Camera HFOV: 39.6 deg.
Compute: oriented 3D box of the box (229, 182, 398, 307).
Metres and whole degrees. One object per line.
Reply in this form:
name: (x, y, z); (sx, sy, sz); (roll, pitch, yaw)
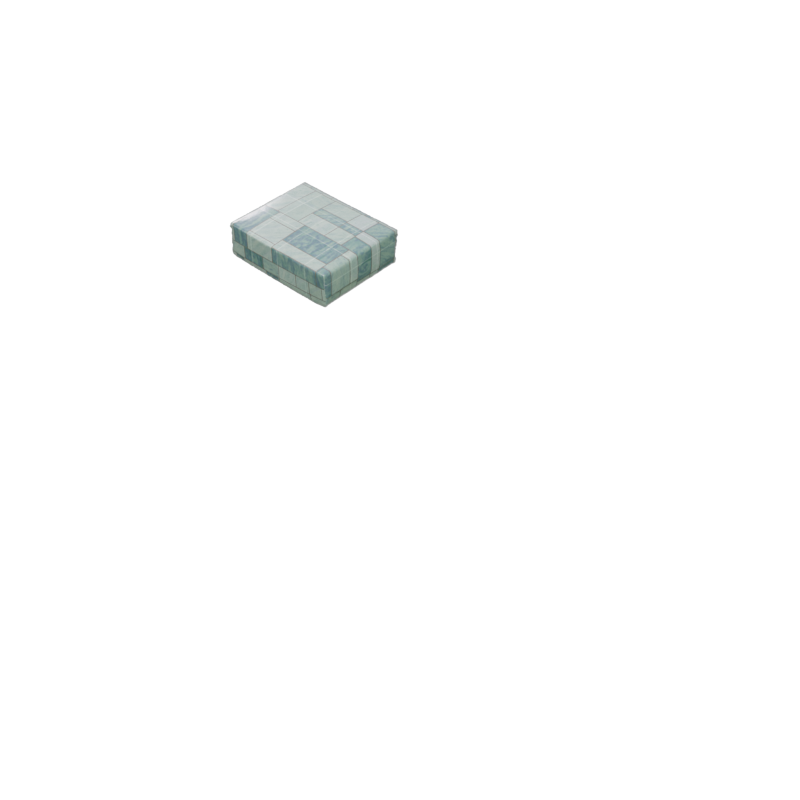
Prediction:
box: (-0.073, -0.133, 0.931); (0.121, 0.036, 0.090); (32, 51, 30)
